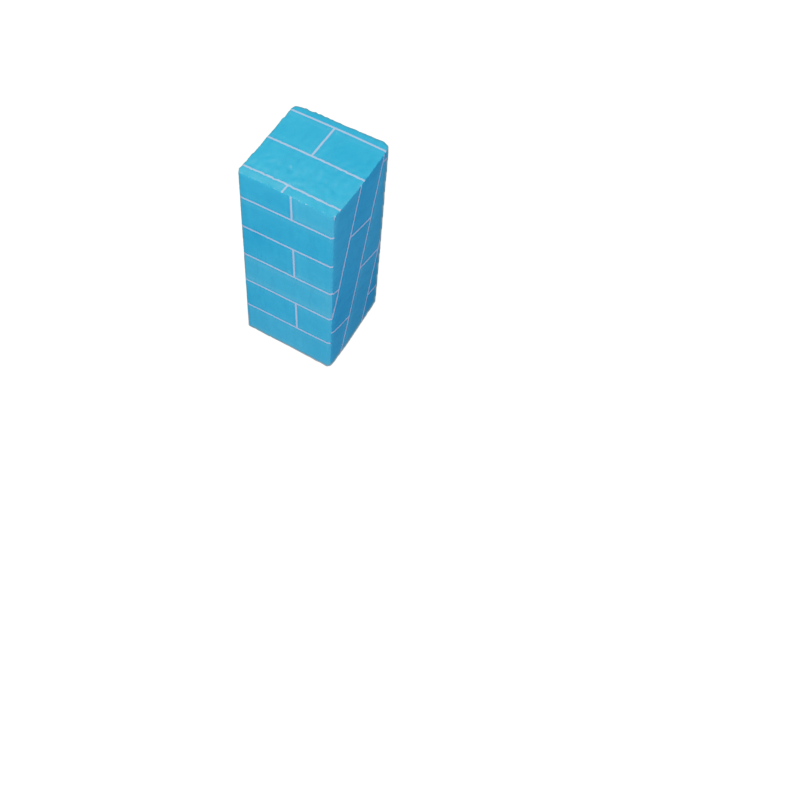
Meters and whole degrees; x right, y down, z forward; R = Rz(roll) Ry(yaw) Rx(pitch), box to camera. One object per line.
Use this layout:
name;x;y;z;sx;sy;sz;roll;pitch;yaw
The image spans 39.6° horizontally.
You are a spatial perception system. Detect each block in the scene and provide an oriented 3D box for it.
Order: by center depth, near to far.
block;-0.073;-0.134;0.939;0.094;0.093;0.193;27;-32;14
